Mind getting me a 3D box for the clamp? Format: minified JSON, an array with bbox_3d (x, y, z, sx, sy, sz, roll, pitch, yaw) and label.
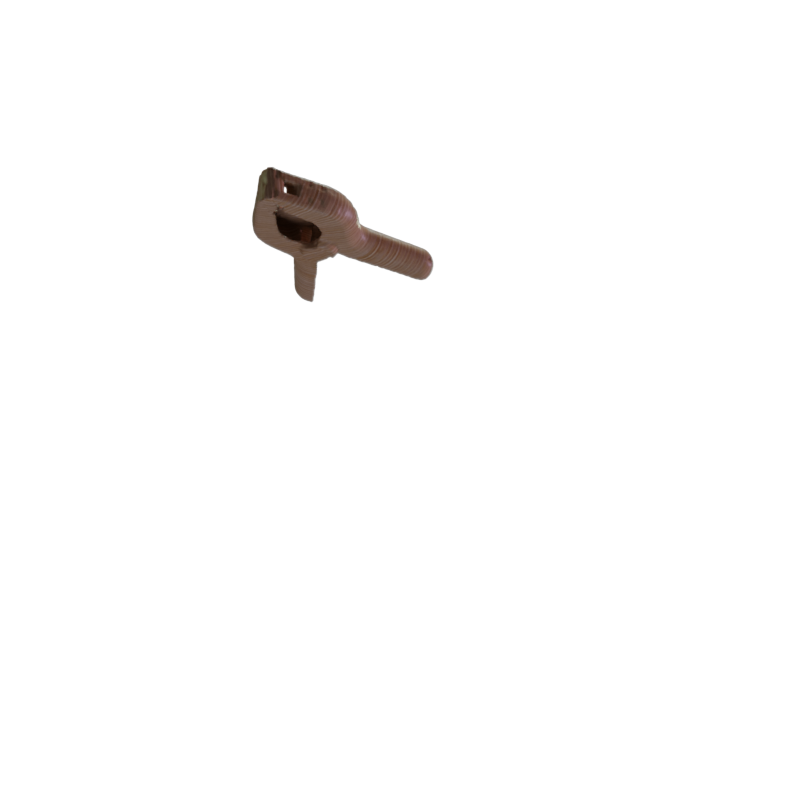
[{"bbox_3d":[-0.067,-0.122,0.852,0.121,0.042,0.159,-20,-35,31],"label":"clamp"}]
